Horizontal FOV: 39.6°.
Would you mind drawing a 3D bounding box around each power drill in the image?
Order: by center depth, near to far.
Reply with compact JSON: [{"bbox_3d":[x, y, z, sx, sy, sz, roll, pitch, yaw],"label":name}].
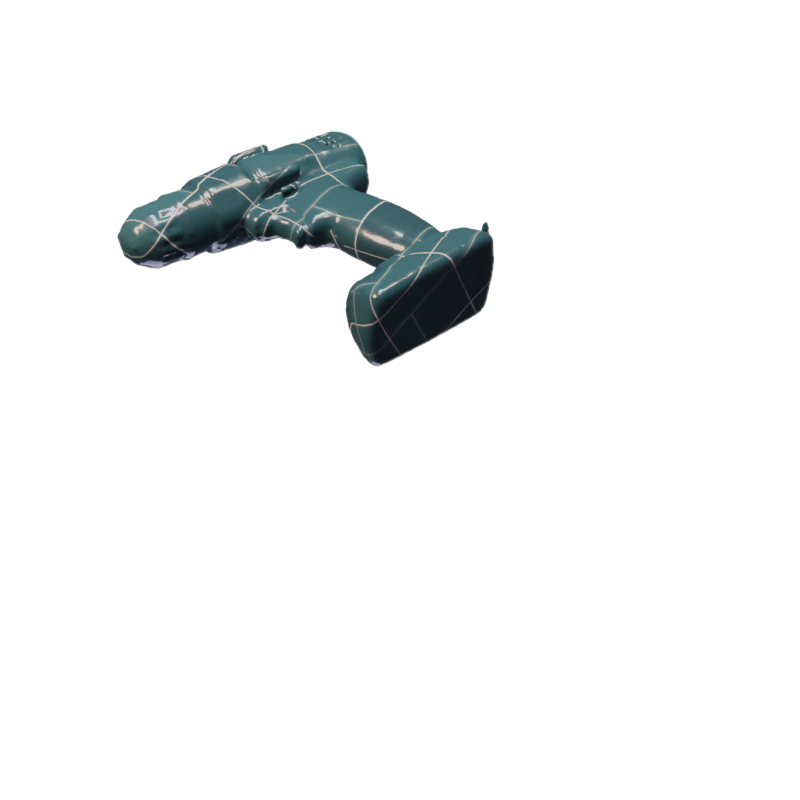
[{"bbox_3d":[-0.053,-0.096,0.674,0.184,0.054,0.201,-29,48,-31],"label":"power drill"}]
